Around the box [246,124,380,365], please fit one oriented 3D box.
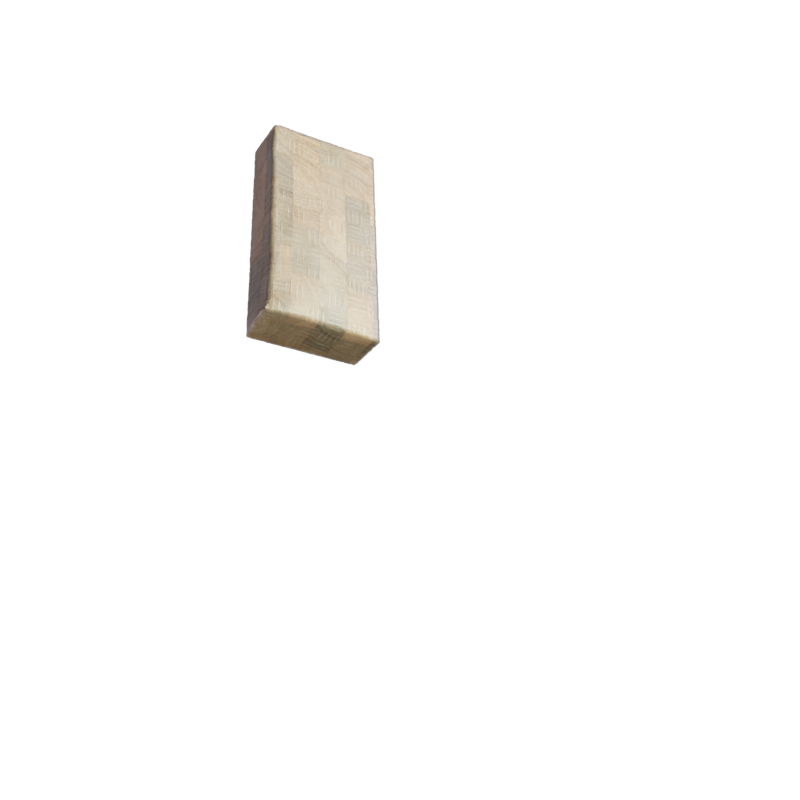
[{"bbox_3d":[-0.066,-0.121,0.849,0.090,0.189,0.047,15,-39,-23],"label":"box"}]
